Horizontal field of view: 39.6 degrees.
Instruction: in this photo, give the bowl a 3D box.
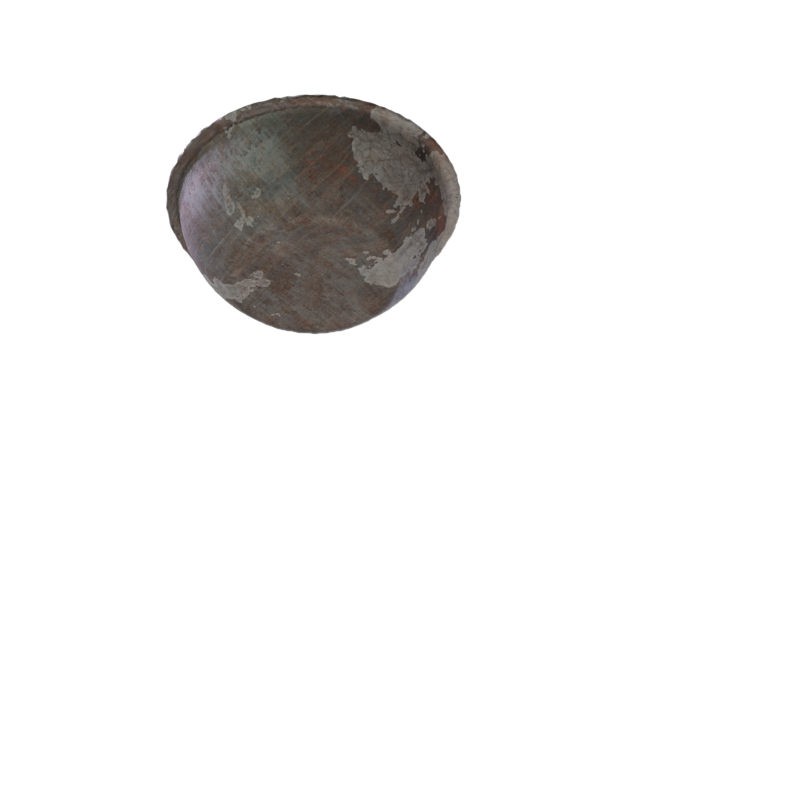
[{"bbox_3d":[-0.046,-0.085,0.593,0.162,0.059,0.151,1,-39,-1],"label":"bowl"}]
